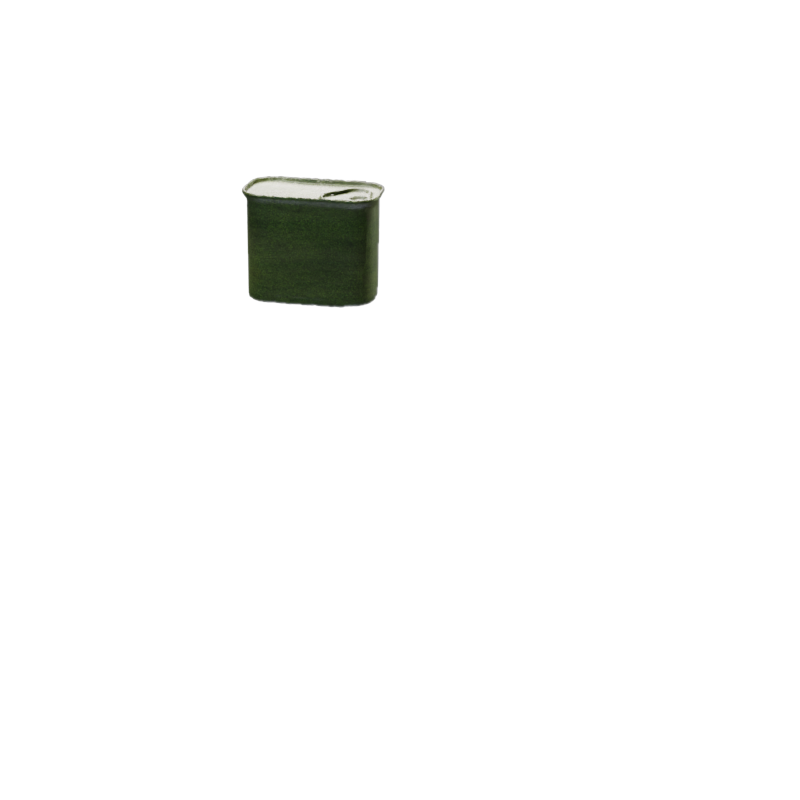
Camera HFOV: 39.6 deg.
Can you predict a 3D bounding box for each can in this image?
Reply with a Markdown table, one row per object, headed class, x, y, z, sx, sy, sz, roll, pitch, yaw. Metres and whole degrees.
| class | x | y | z | sx | sy | sz | roll | pitch | yaw |
| --- | --- | --- | --- | --- | --- | --- | --- | --- | --- |
| can | -0.064 | -0.118 | 0.824 | 0.104 | 0.080 | 0.059 | 5 | 21 | 11 |
